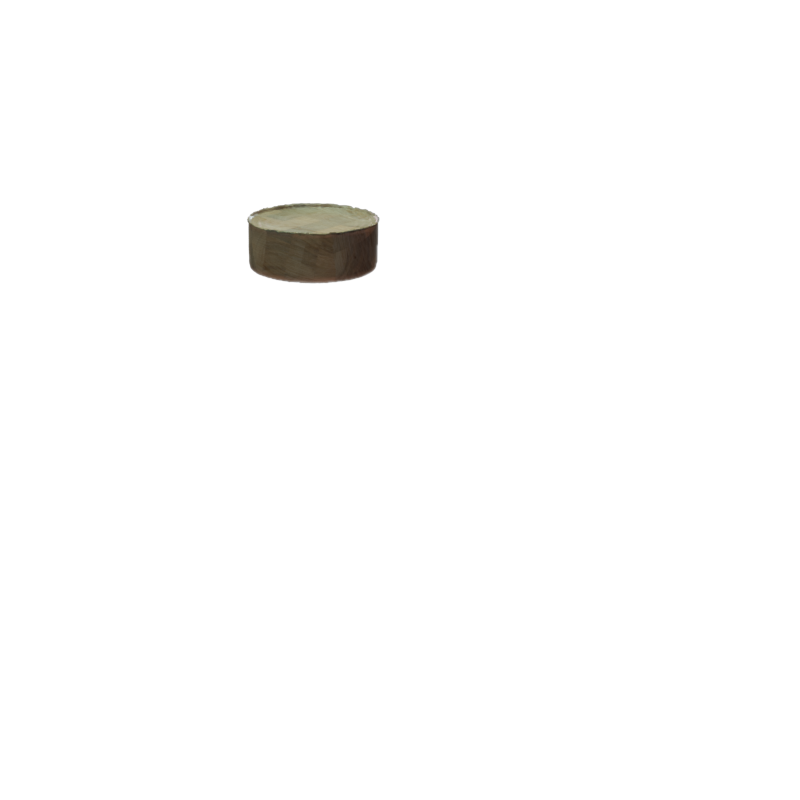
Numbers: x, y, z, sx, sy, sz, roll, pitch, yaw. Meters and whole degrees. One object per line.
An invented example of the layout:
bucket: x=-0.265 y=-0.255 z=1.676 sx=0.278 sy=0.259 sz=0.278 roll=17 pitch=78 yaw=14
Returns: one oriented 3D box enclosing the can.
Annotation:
can: x=-0.057 y=-0.103 z=0.724 sx=0.086 sy=0.032 sz=0.090 roll=-1 pitch=21 yaw=-2
